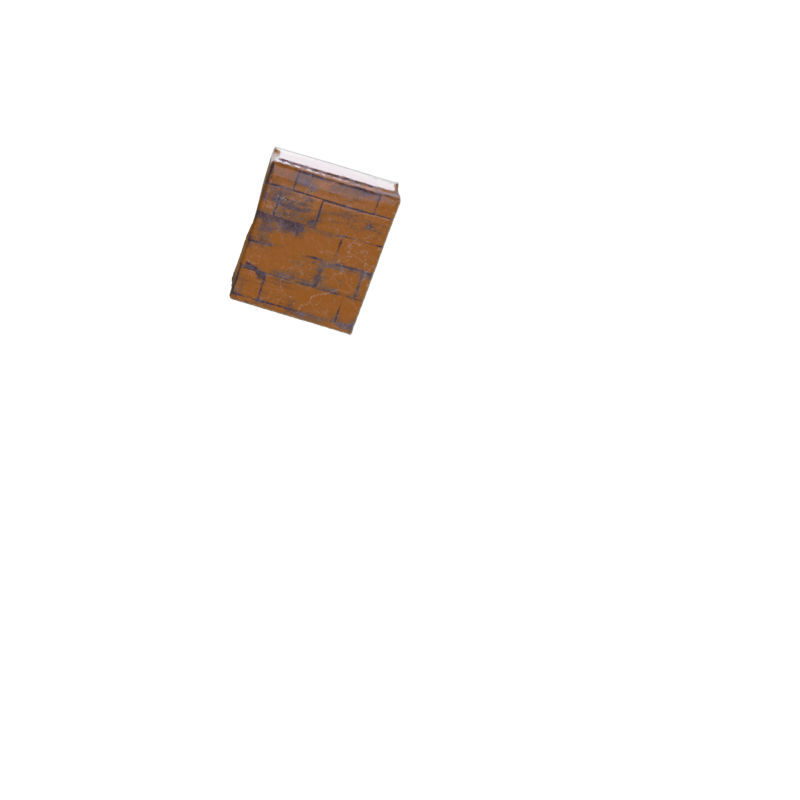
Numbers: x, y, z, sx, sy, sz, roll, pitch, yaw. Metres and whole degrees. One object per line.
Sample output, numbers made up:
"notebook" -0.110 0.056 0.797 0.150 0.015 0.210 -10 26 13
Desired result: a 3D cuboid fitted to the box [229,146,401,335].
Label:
"box" -0.048 -0.088 0.618 0.072 0.086 0.032 17 24 -9
